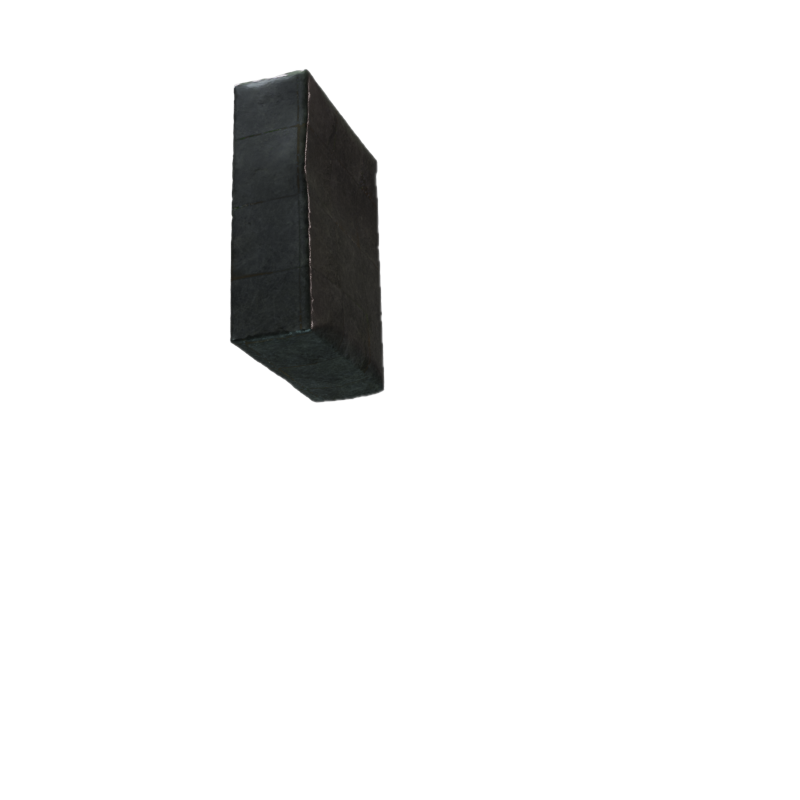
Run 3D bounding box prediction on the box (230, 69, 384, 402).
[{"bbox_3d":[-0.068,-0.124,0.866,0.073,0.225,0.153,-9,-23,17],"label":"box"}]
